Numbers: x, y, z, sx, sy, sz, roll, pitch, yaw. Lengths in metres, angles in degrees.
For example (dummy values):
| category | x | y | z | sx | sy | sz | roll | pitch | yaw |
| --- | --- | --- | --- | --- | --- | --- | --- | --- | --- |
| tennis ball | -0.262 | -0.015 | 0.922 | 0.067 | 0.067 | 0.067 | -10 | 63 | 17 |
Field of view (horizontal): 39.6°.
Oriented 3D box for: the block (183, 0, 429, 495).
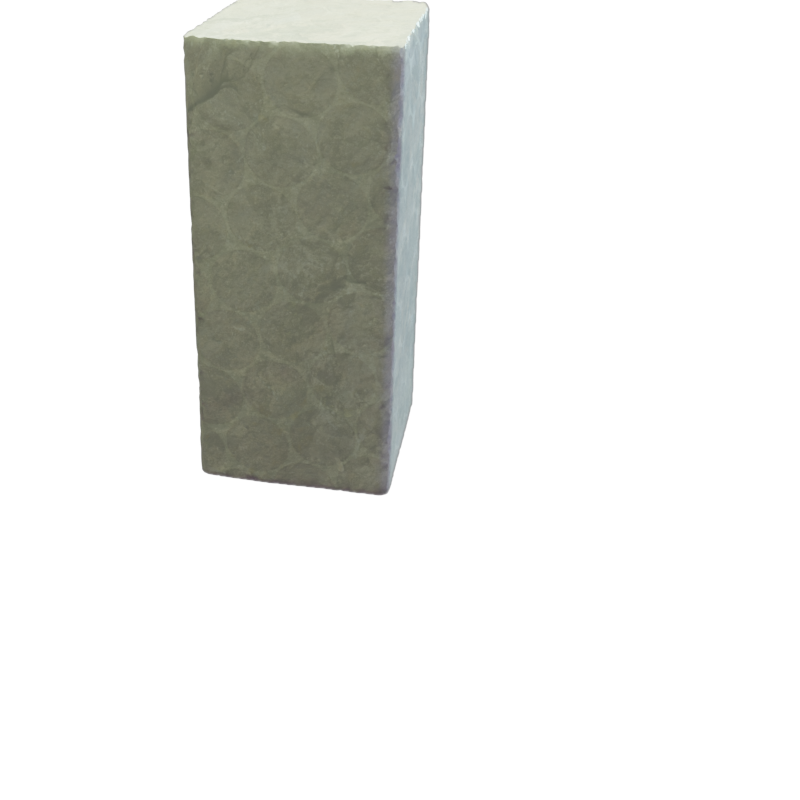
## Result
| category | x | y | z | sx | sy | sz | roll | pitch | yaw |
| --- | --- | --- | --- | --- | --- | --- | --- | --- | --- |
| block | -0.039 | -0.072 | 0.506 | 0.092 | 0.196 | 0.094 | 6 | 25 | 9 |
